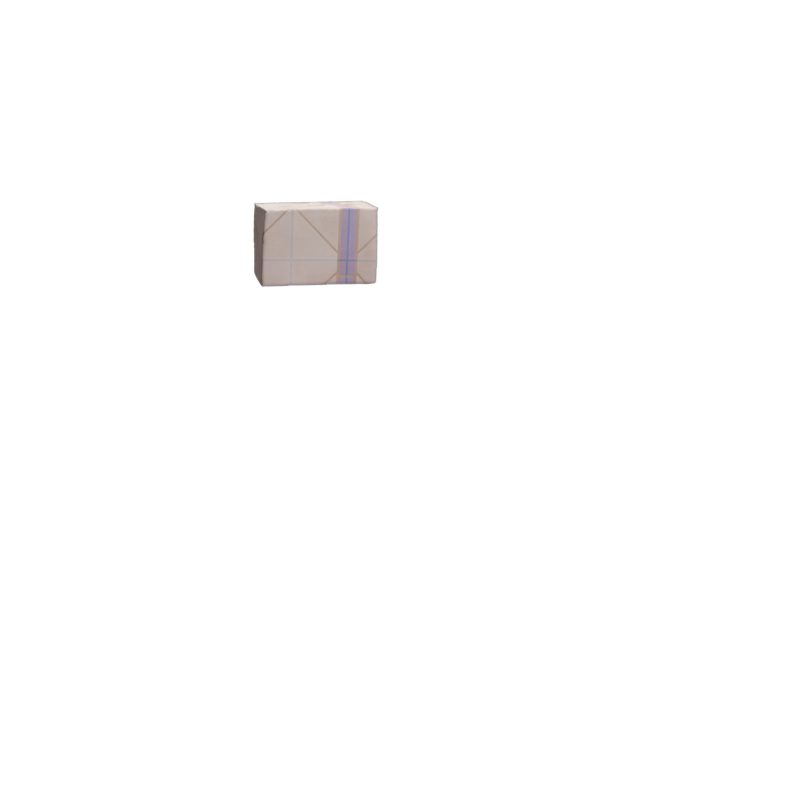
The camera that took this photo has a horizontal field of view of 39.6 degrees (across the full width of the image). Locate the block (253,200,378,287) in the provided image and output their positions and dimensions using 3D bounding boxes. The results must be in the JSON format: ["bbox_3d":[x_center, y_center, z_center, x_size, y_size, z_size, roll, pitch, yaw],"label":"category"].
[{"bbox_3d":[-0.058,-0.106,0.745,0.077,0.050,0.055,-3,13,-12],"label":"block"}]
